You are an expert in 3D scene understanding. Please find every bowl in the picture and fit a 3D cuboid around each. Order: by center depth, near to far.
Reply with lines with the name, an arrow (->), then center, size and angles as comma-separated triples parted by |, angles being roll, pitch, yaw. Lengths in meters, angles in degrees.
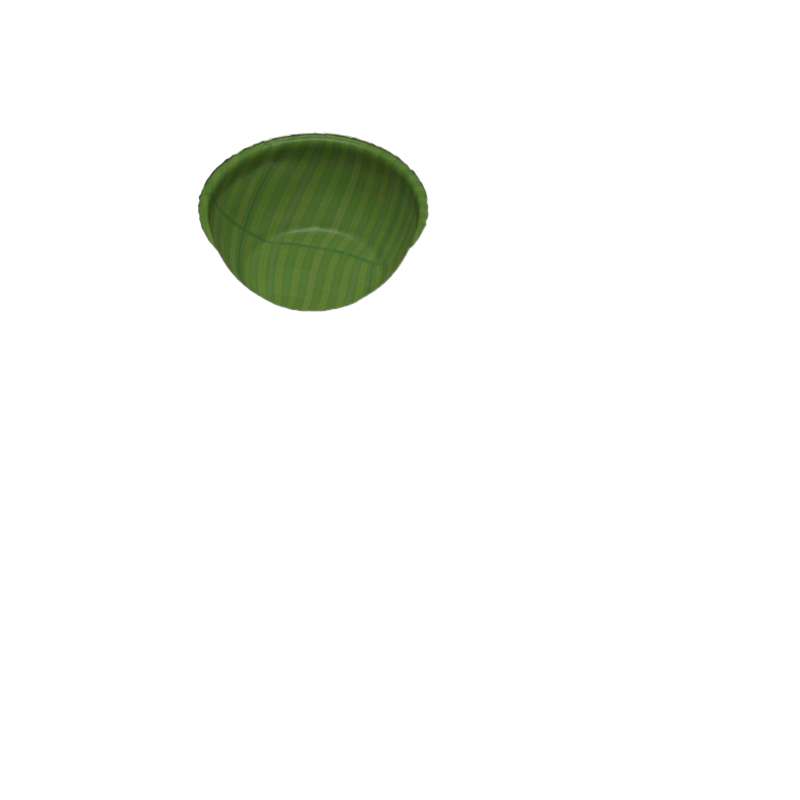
bowl -> -0.060, -0.109, 0.763 | 0.162, 0.059, 0.151 | 1, -35, -2
